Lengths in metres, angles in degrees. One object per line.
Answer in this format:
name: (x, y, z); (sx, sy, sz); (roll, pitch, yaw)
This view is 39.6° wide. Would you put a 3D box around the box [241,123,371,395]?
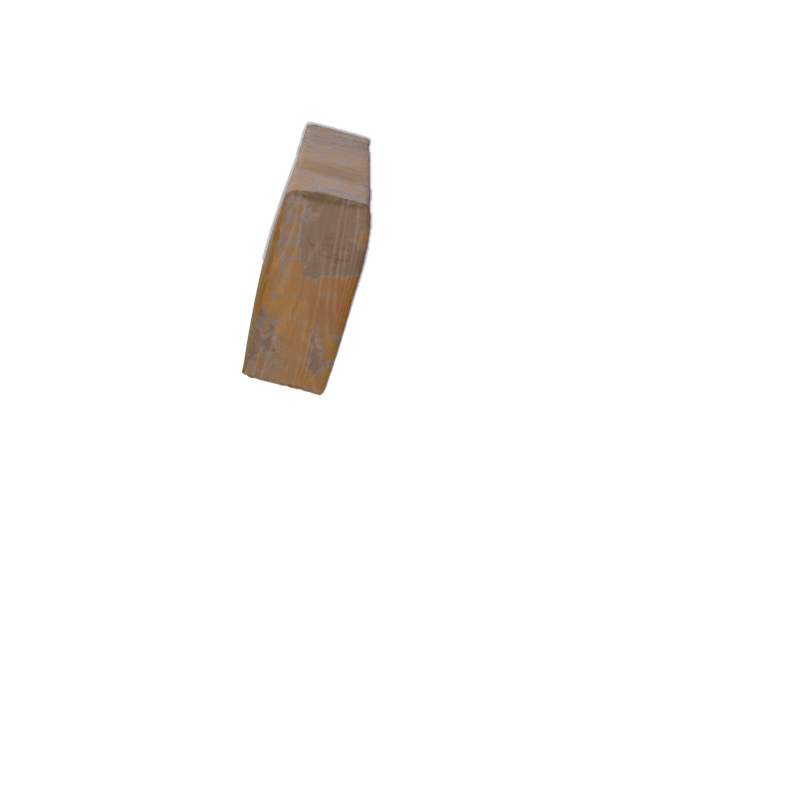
box: (-0.046, -0.082, 0.577); (0.047, 0.090, 0.184); (14, 20, -10)
